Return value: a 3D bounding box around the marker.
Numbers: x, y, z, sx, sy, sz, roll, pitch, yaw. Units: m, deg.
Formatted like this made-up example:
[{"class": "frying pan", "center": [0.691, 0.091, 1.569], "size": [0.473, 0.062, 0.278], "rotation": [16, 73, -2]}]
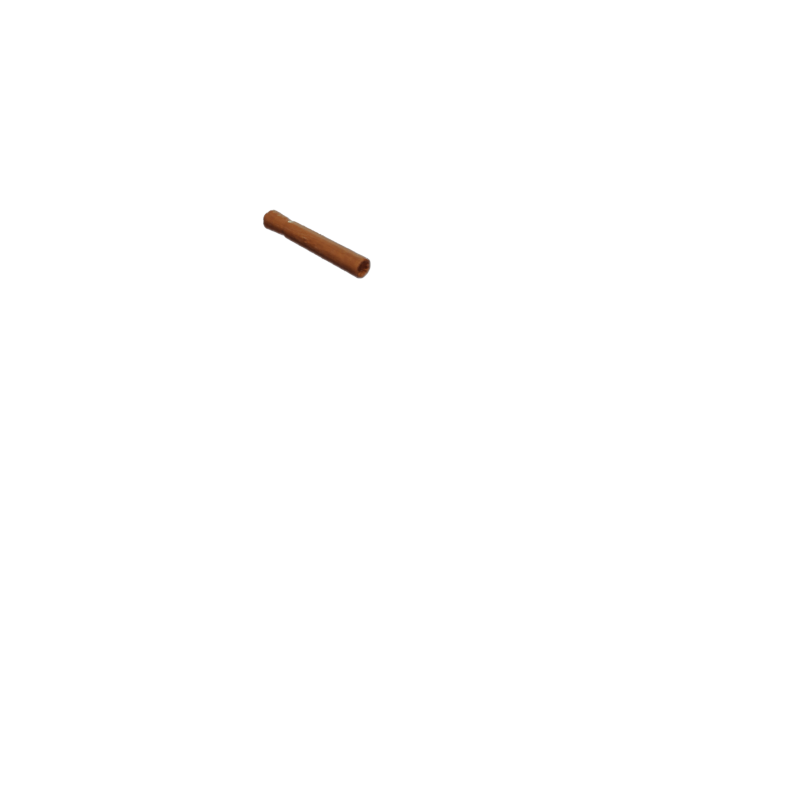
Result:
[{"class": "marker", "center": [-0.076, -0.138, 0.964], "size": [0.129, 0.019, 0.019], "rotation": [32, 22, 35]}]
